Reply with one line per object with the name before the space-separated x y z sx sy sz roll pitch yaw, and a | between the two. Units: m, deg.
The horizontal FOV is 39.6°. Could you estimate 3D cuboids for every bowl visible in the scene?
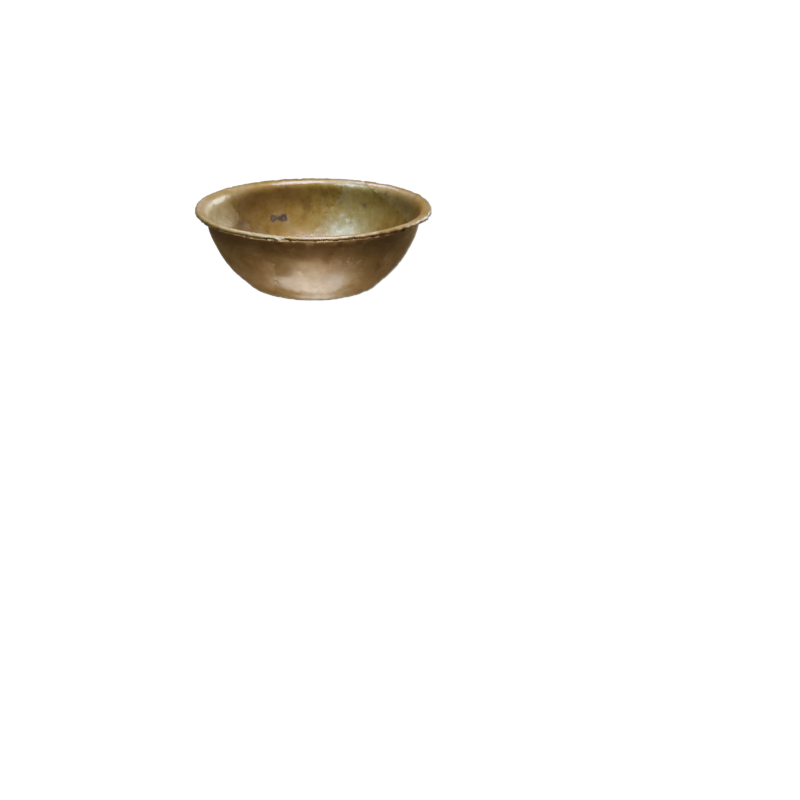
bowl | -0.060 -0.109 0.764 0.162 0.053 0.170 -1 24 -2
